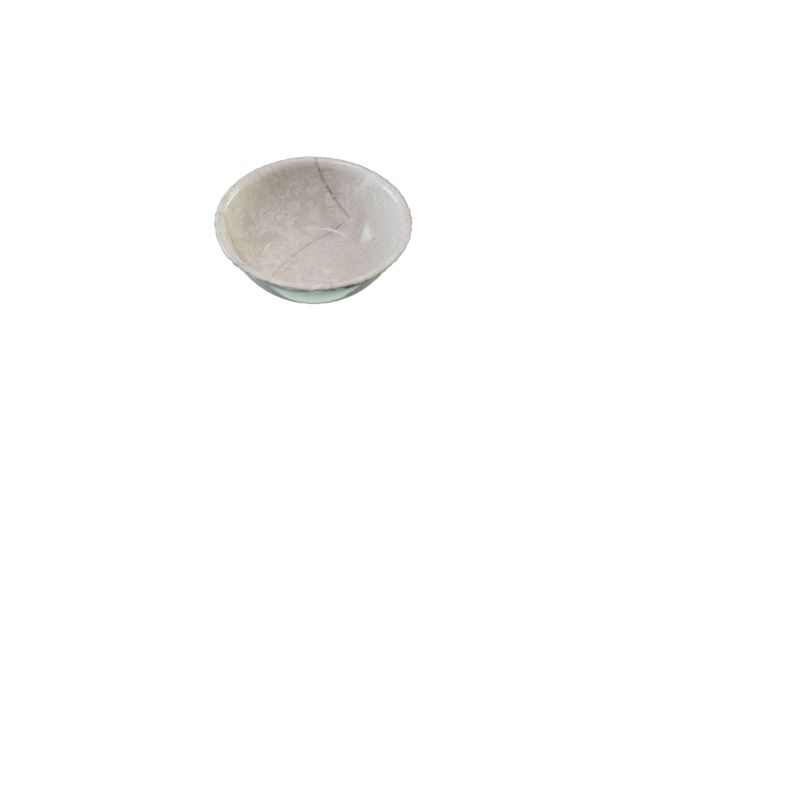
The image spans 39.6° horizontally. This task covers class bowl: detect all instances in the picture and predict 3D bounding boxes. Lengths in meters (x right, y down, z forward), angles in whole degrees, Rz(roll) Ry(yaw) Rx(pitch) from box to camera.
[{"bbox_3d":[-0.072,-0.132,0.924,0.162,0.174,0.051,-1,-42,-1],"label":"bowl"}]
